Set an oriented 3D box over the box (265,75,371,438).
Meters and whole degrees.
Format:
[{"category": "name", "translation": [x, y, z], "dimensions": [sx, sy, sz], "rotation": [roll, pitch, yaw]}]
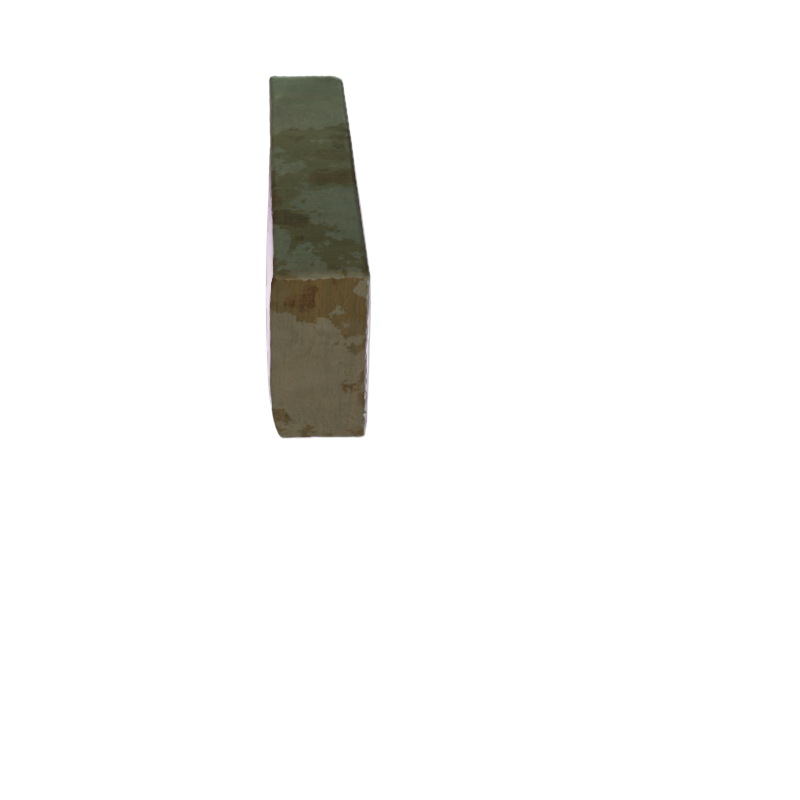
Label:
[{"category": "box", "translation": [-0.041, -0.076, 0.530], "dimensions": [0.048, 0.087, 0.189], "rotation": [0, 40, -4]}]
